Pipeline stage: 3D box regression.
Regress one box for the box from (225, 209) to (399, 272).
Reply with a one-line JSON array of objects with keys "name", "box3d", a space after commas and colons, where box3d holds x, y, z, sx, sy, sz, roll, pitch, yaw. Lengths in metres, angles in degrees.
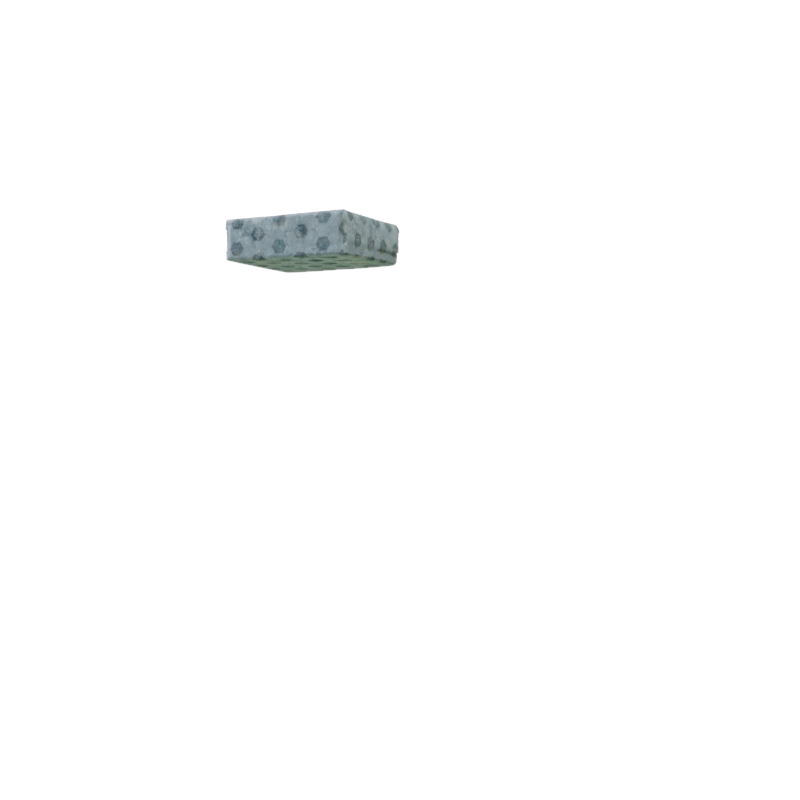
[{"name": "box", "box3d": [-0.056, -0.102, 0.715, 0.092, 0.031, 0.070, -1, -1, 29]}]
